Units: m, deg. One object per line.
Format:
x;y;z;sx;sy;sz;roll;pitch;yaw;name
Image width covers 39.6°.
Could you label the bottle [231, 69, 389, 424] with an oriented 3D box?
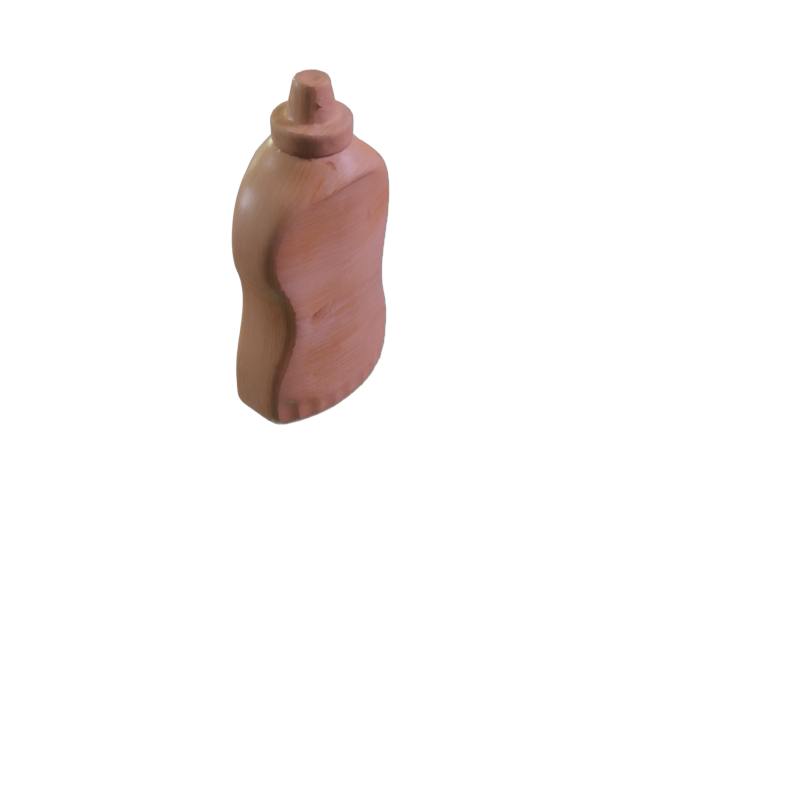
-0.046;-0.083;0.581;0.062;0.179;0.096;31;47;30;bottle
